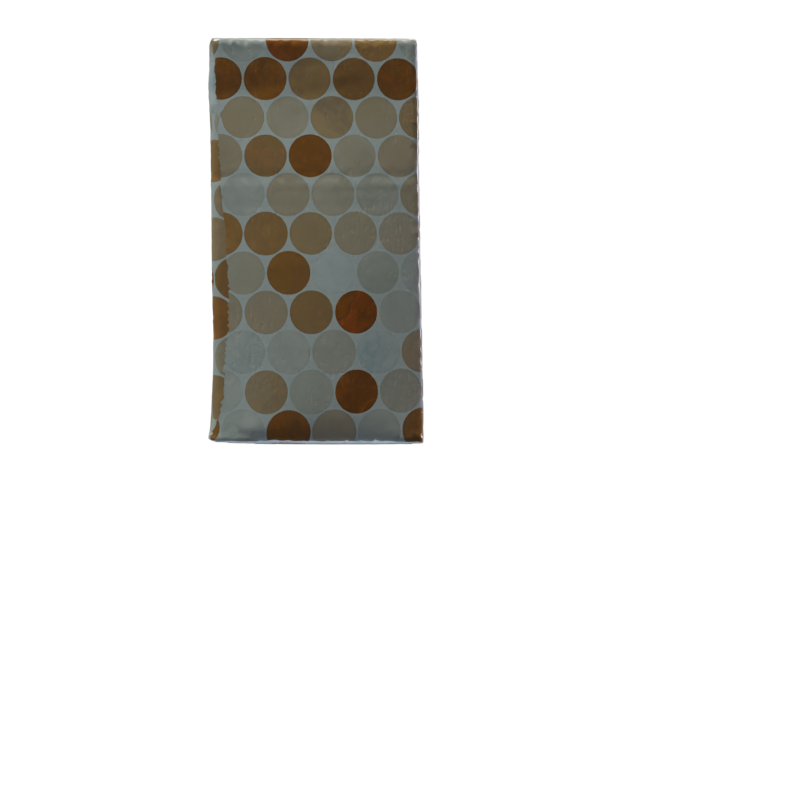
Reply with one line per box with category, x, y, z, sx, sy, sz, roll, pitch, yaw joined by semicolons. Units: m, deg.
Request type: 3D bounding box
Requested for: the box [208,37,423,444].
box;-0.038;-0.070;0.494;0.093;0.178;0.048;0;-5;-4
